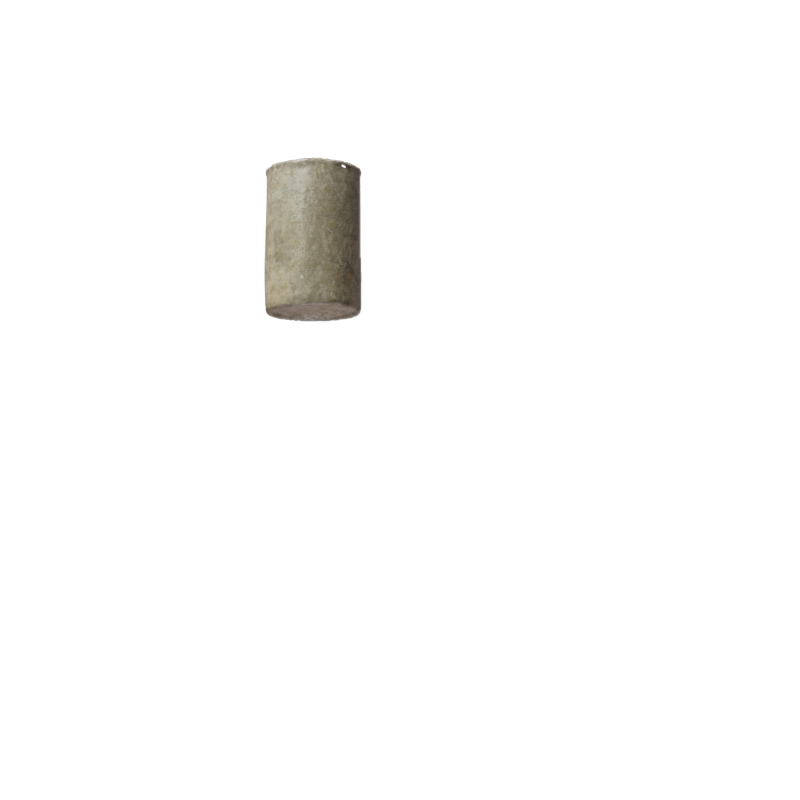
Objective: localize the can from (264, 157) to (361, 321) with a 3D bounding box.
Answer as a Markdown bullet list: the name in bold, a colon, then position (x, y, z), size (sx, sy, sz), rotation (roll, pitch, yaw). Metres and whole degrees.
- **can**: position (-0.061, -0.110, 0.774), size (0.068, 0.105, 0.067), rotation (0, -11, -2)
